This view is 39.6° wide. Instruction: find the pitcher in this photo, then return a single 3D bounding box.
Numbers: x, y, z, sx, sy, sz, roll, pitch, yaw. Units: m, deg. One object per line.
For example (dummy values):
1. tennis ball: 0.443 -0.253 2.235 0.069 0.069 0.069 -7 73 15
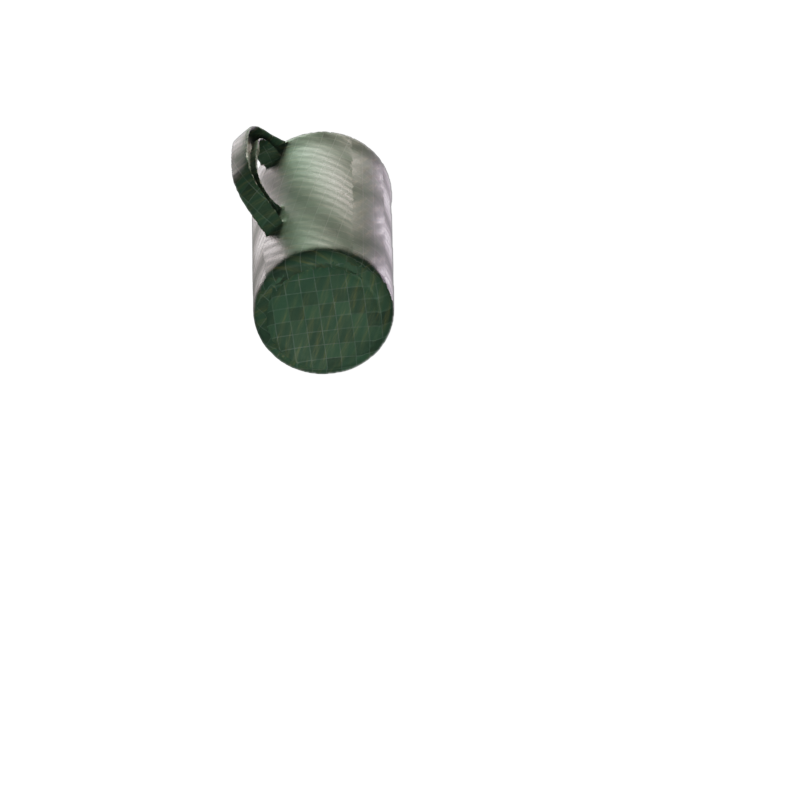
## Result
1. pitcher: -0.074 -0.134 0.940 0.148 0.137 0.258 2 30 -5
